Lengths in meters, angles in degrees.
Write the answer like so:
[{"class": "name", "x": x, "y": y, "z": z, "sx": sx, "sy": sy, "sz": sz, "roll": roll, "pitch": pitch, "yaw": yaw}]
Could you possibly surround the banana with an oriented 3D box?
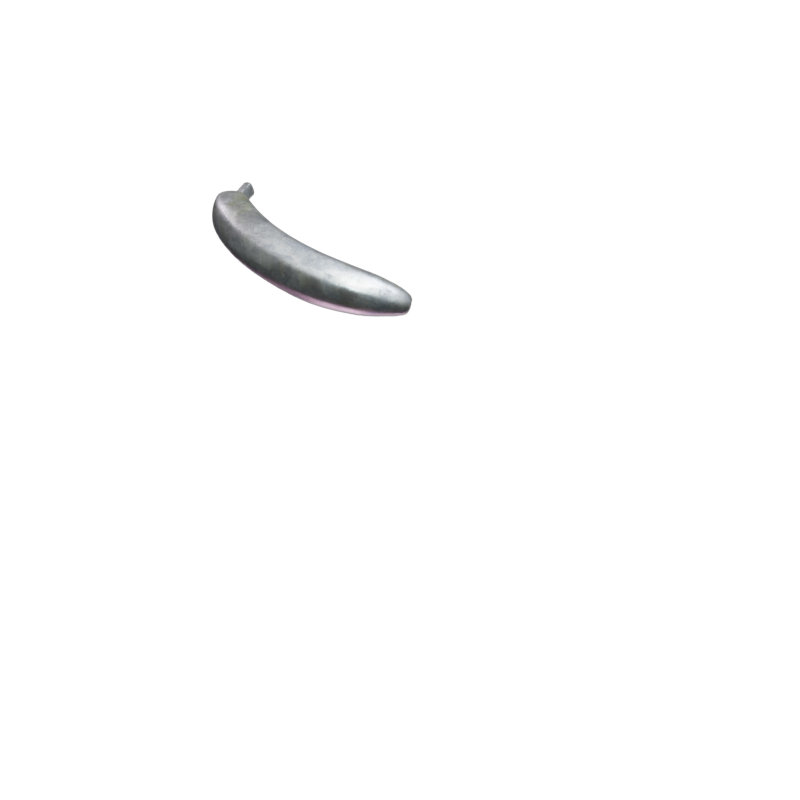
[{"class": "banana", "x": -0.080, "y": -0.110, "z": 0.805, "sx": 0.069, "sy": 0.034, "sz": 0.212, "roll": -29, "pitch": 50, "yaw": -28}]
